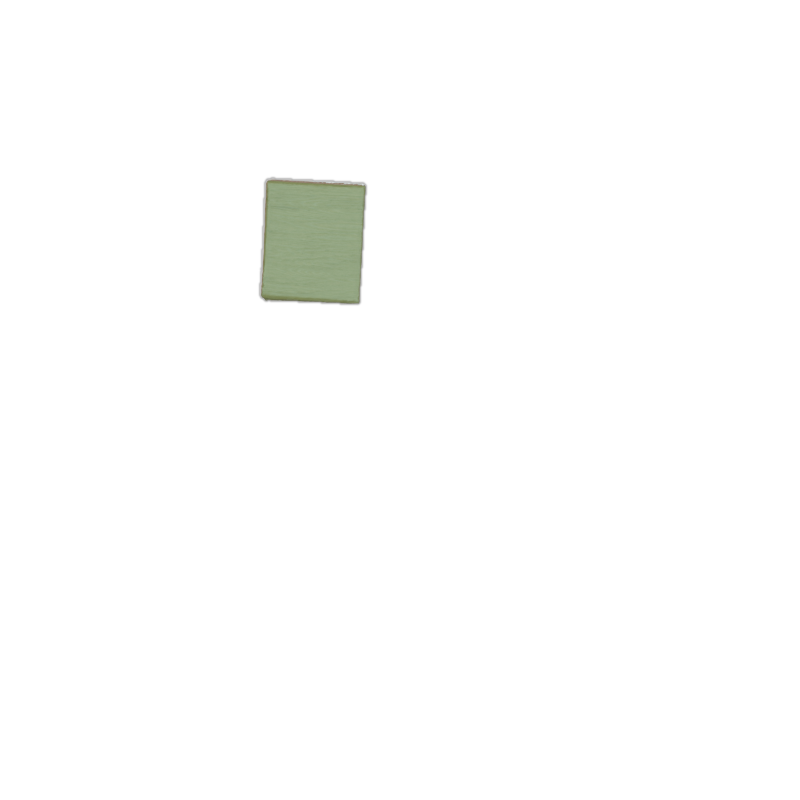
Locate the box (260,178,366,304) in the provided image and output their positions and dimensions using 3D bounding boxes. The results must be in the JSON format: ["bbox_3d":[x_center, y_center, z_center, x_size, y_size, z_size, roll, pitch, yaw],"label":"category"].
[{"bbox_3d":[-0.064,-0.116,0.812,0.073,0.088,0.030,3,4,-1],"label":"box"}]
